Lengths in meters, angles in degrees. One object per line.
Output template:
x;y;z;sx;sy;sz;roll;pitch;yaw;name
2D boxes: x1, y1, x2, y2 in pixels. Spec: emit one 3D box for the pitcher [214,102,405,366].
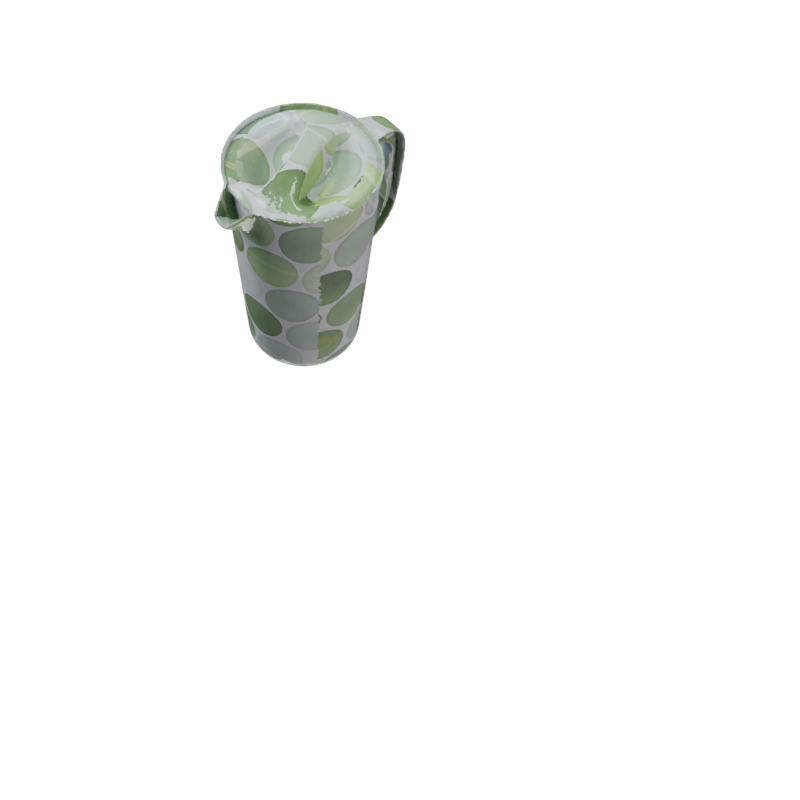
-0.077;-0.141;0.989;0.150;0.154;0.227;5;-33;0;pitcher
